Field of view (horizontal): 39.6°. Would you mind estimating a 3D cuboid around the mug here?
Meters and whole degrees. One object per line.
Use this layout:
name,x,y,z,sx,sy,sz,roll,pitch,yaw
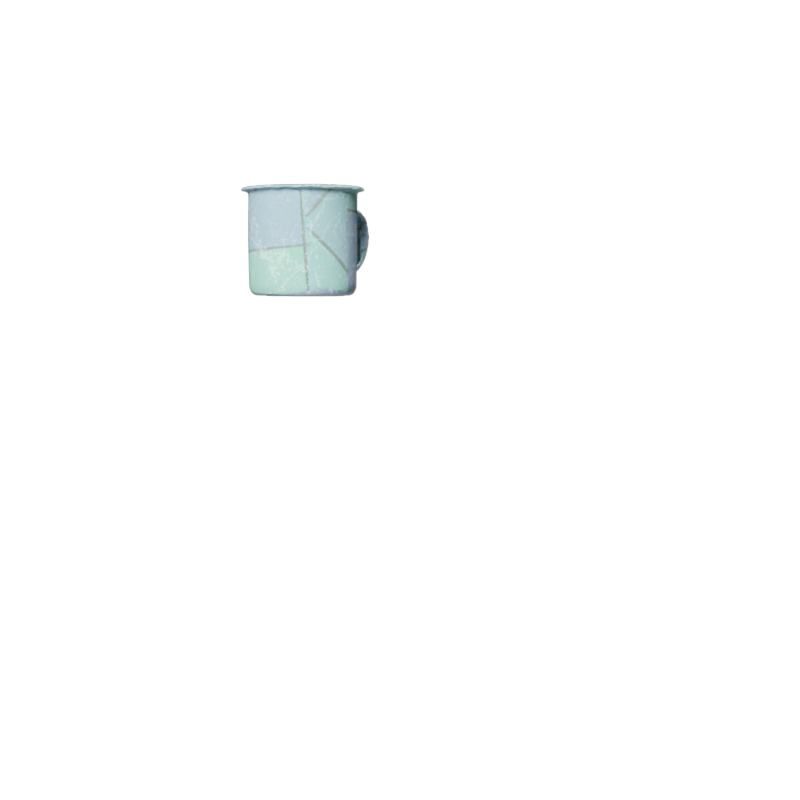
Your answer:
mug,-0.066,-0.121,0.847,0.097,0.081,0.113,3,5,39
